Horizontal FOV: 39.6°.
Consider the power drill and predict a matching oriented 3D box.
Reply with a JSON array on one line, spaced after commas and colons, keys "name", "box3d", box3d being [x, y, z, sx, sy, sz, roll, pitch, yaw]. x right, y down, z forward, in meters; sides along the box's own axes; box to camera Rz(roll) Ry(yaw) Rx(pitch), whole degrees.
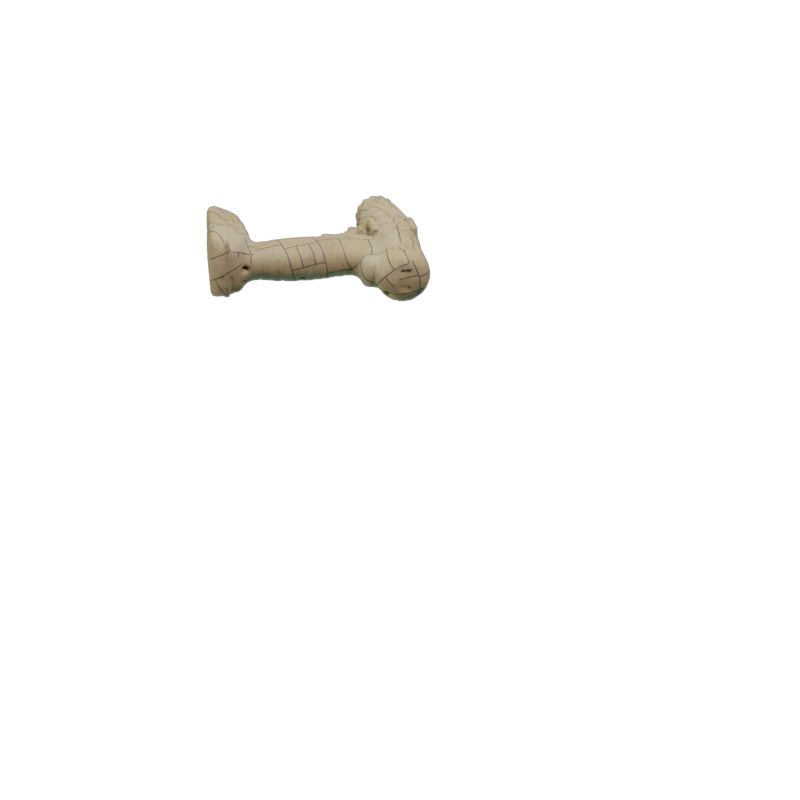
[{"name": "power drill", "box3d": [-0.077, -0.140, 0.980, 0.186, 0.055, 0.195, -3, 25, -7]}]
